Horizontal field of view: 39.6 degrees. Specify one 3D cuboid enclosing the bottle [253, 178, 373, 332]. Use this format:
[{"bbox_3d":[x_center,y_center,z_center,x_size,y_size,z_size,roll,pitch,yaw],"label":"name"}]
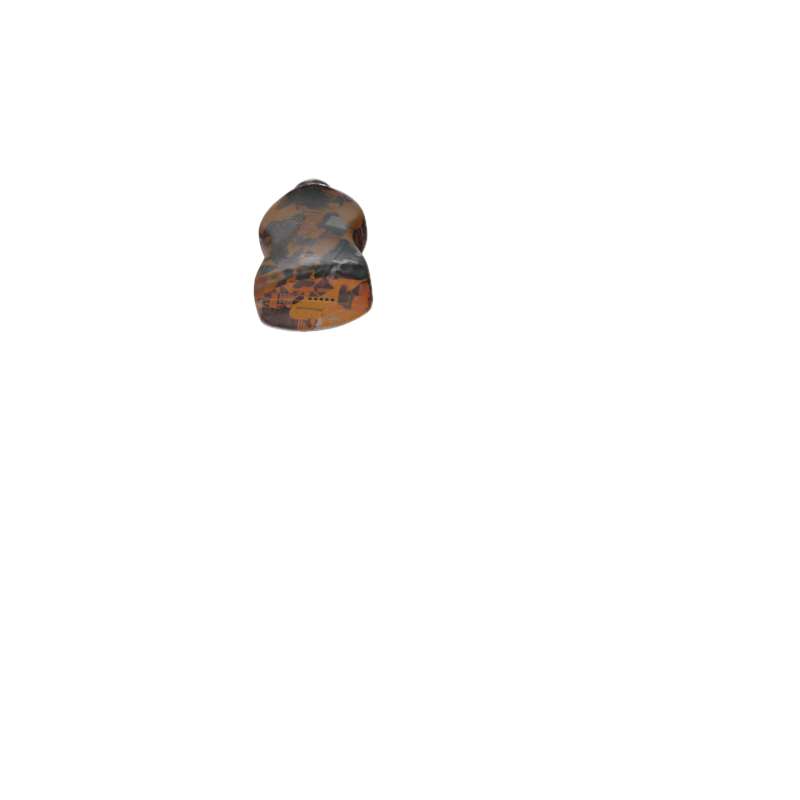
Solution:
[{"bbox_3d":[-0.076,-0.139,0.973,0.096,0.054,0.205,-10,38,4],"label":"bottle"}]
